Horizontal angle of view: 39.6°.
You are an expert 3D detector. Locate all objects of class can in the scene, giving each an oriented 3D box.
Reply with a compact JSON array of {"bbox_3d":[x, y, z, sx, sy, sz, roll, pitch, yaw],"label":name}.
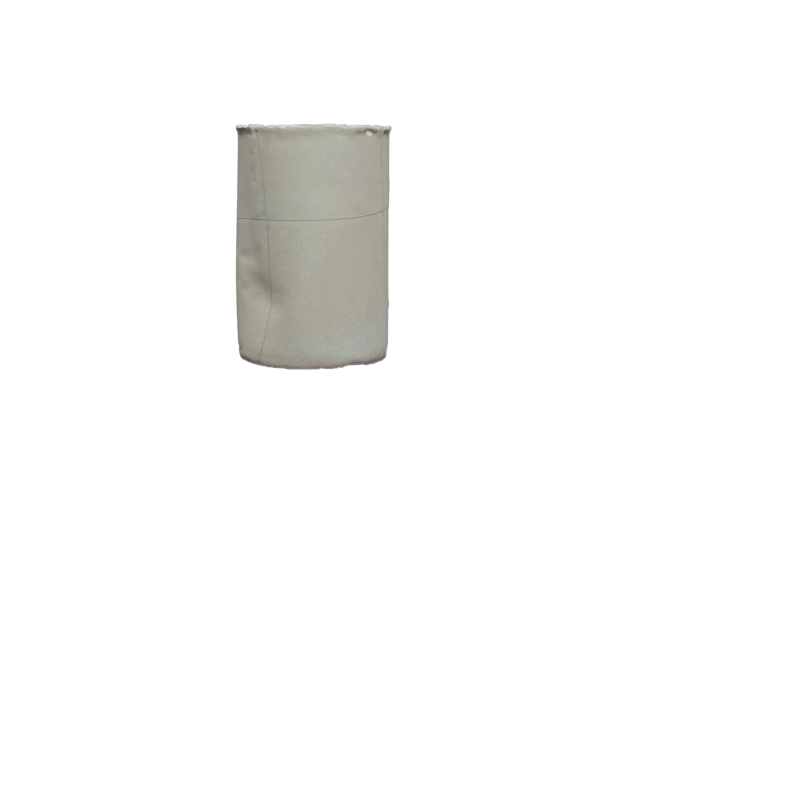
[{"bbox_3d":[-0.038,-0.069,0.487,0.068,0.101,0.070,0,7,-2],"label":"can"}]
